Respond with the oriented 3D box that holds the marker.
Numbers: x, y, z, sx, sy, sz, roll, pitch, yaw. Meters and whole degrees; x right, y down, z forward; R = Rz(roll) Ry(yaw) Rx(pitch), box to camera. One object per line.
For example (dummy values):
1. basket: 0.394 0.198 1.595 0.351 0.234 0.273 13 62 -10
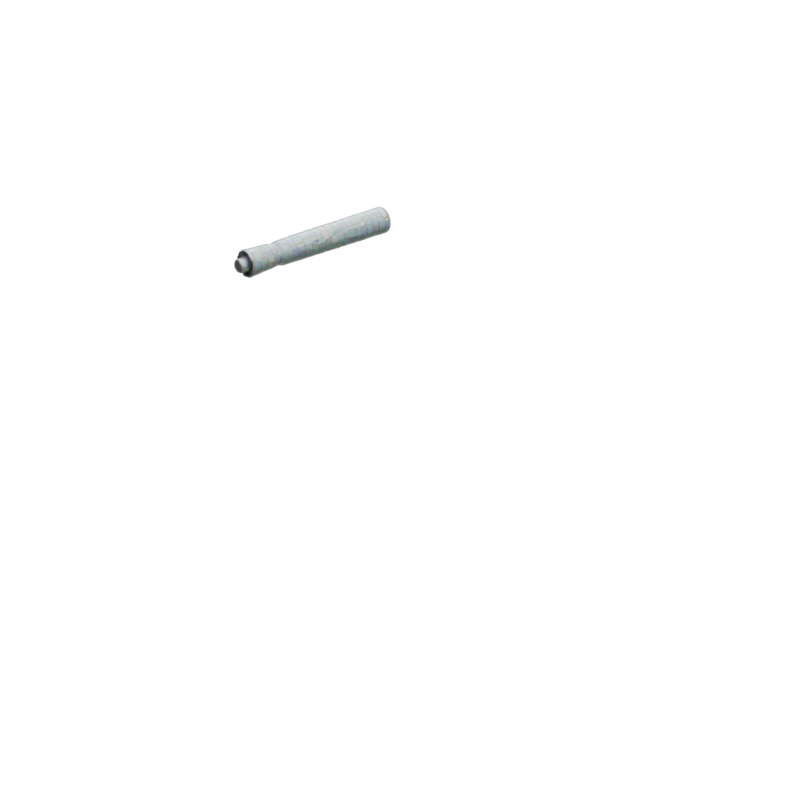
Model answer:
1. marker: -0.058 -0.105 0.737 0.120 0.019 0.021 -24 17 -33
